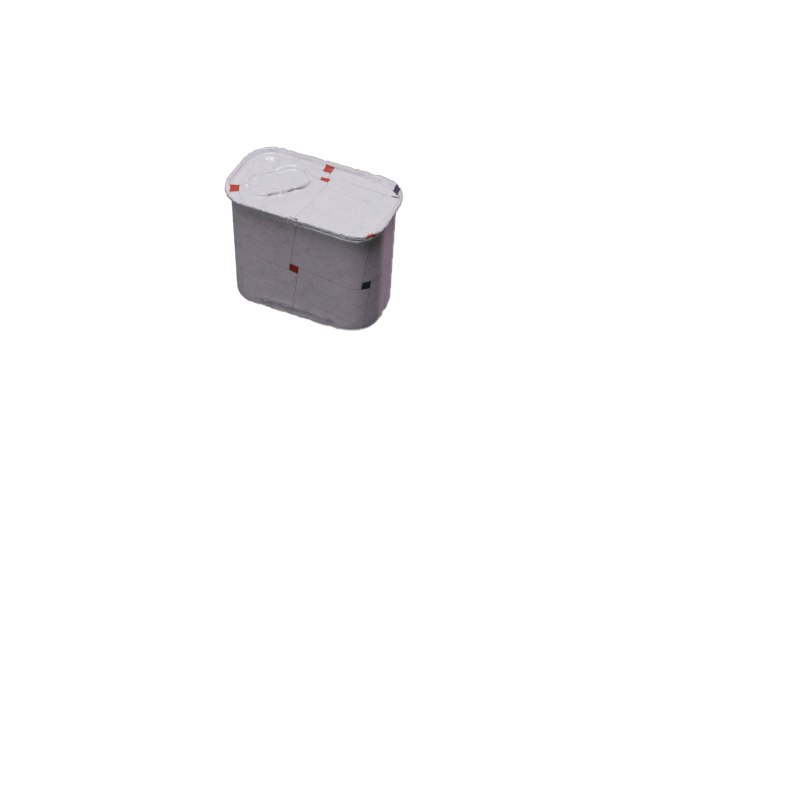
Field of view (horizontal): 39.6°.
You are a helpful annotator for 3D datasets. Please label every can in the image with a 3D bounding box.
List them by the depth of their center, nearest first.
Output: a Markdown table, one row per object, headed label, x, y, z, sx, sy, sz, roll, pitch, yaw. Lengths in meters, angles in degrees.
| label | x | y | z | sx | sy | sz | roll | pitch | yaw |
| --- | --- | --- | --- | --- | --- | --- | --- | --- | --- |
| can | -0.053 | -0.096 | 0.672 | 0.105 | 0.078 | 0.060 | 19 | 48 | 16 |
